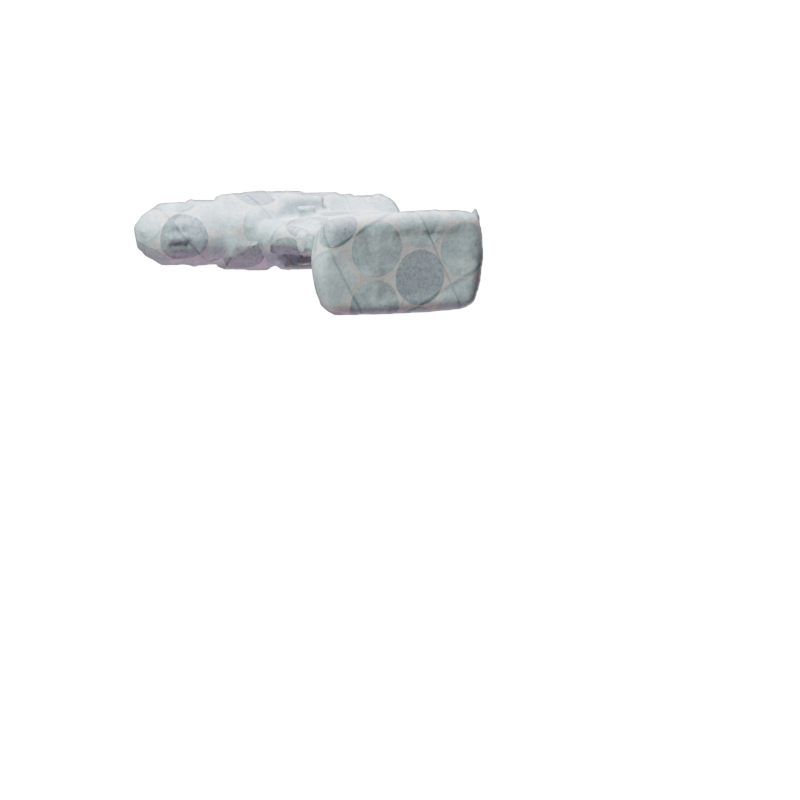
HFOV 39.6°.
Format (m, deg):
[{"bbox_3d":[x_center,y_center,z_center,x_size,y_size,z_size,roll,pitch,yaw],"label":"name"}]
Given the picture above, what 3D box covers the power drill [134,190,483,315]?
[{"bbox_3d":[-0.053,-0.097,0.676,0.180,0.056,0.198,-8,19,-25],"label":"power drill"}]
